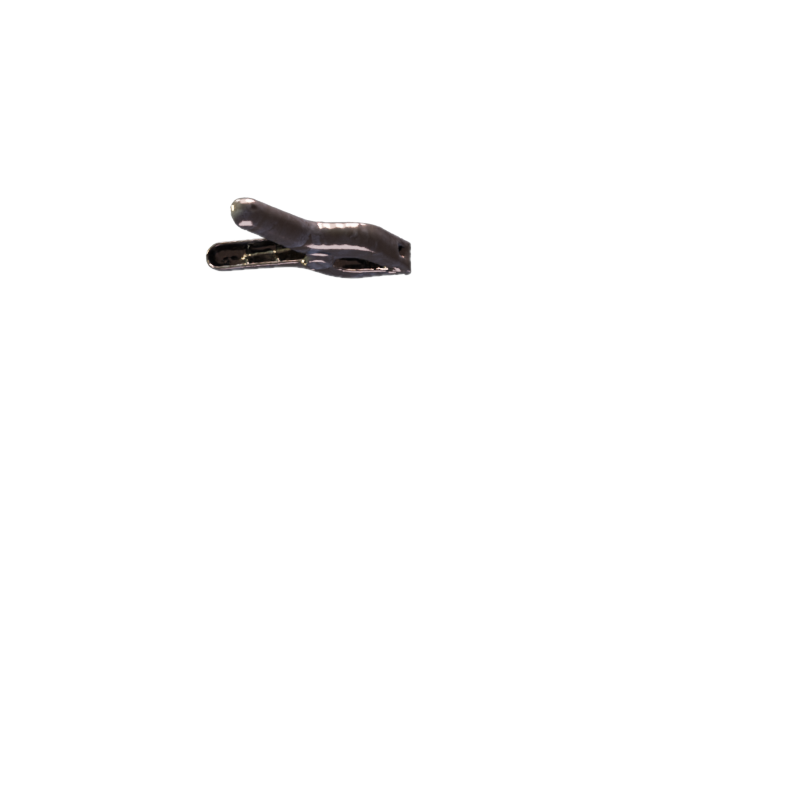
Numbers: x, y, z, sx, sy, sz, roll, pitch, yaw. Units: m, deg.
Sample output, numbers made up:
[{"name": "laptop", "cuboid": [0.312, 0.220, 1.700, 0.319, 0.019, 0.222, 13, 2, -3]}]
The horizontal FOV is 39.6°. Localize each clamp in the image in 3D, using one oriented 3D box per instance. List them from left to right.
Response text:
[{"name": "clamp", "cuboid": [-0.070, -0.128, 0.900, 0.170, 0.040, 0.118, 1, -9, -8]}]
